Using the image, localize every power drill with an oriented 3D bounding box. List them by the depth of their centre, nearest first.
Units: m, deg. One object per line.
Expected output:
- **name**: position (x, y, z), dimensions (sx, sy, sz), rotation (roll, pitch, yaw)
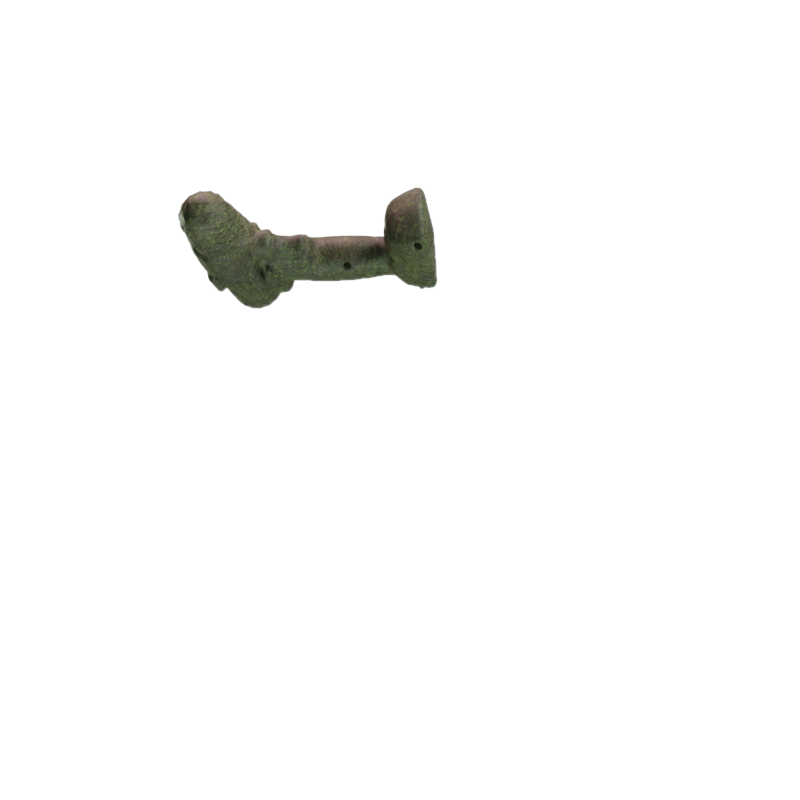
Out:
- **power drill**: position (-0.069, -0.126, 0.885), dimensions (0.190, 0.060, 0.175), rotation (-2, -14, 10)
